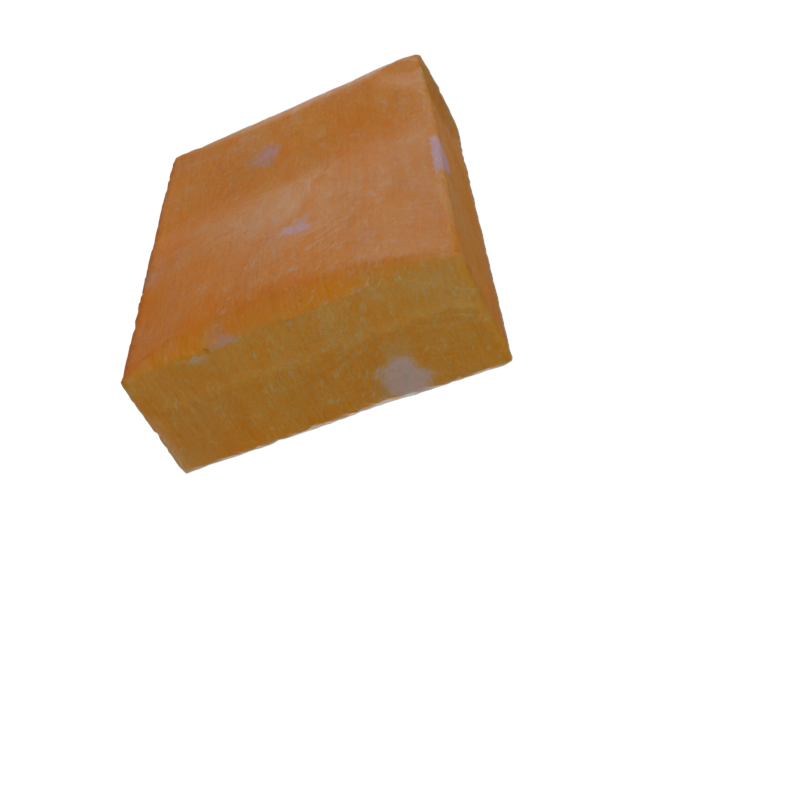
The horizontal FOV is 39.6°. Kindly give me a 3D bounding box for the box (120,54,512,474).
[{"bbox_3d":[-0.045,-0.081,0.570,0.165,0.067,0.229,-20,37,12],"label":"box"}]
